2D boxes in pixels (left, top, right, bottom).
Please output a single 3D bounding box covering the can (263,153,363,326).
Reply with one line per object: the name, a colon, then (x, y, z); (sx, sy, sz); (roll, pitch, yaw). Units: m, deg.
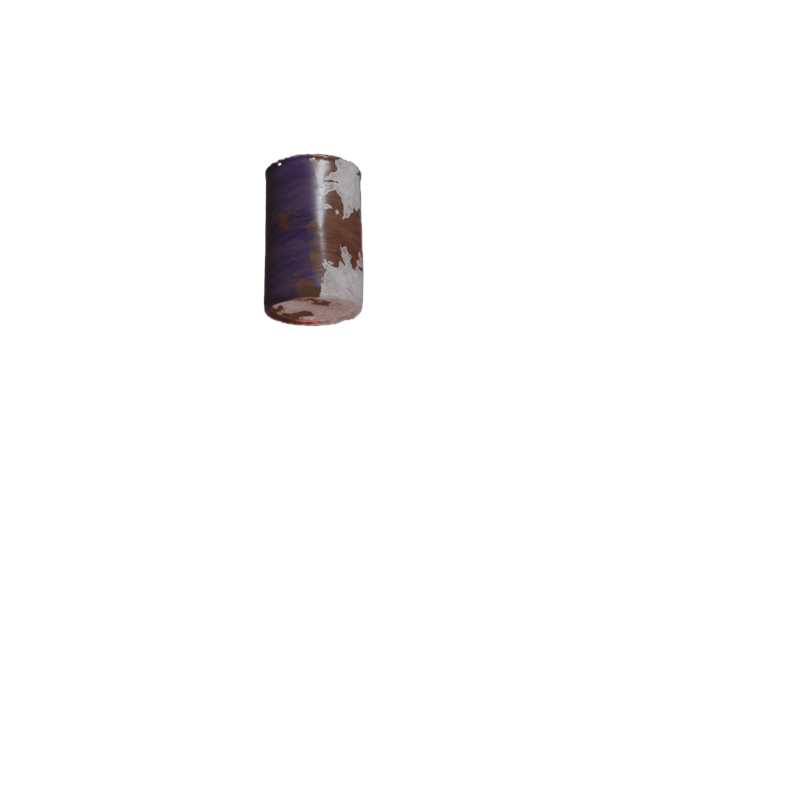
can: (-0.060, -0.109, 0.760); (0.068, 0.107, 0.066); (0, -18, -2)
